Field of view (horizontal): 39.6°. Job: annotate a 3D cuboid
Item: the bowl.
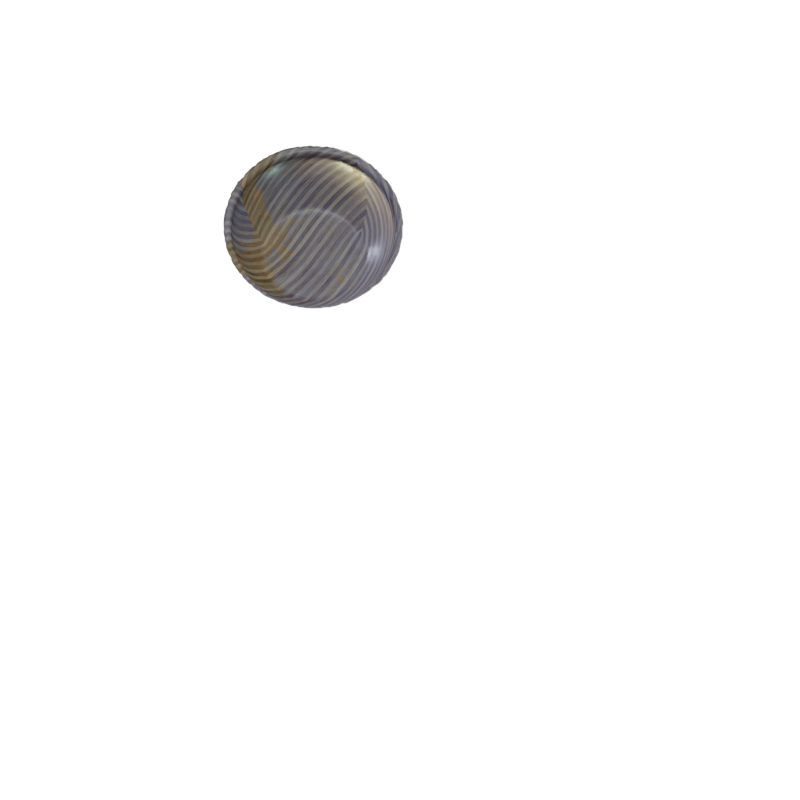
[{"bbox_3d":[-0.076,-0.139,0.975,0.162,0.153,0.058,1,28,-1],"label":"bowl"}]
